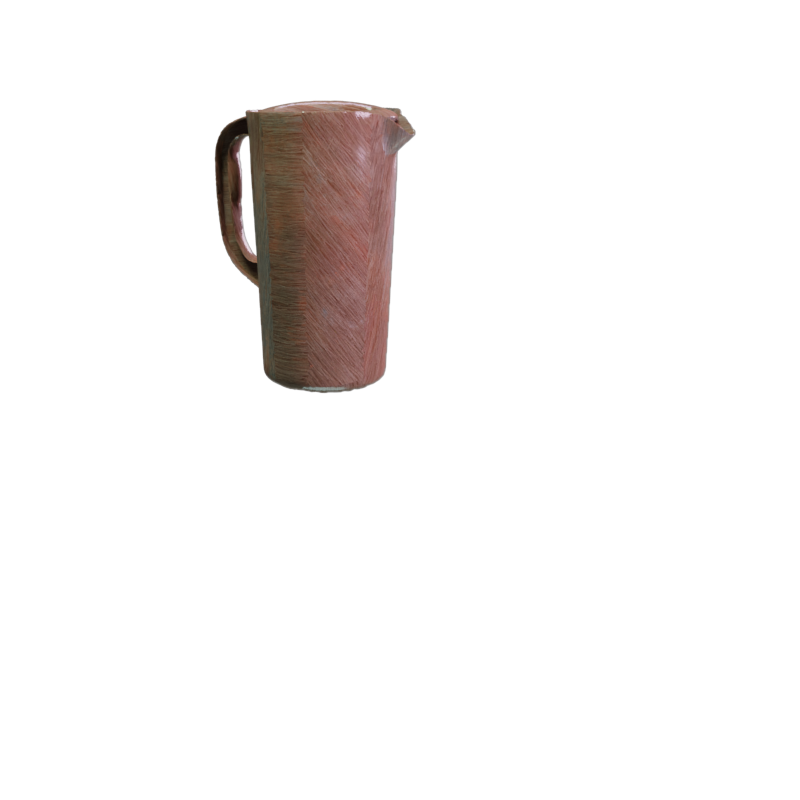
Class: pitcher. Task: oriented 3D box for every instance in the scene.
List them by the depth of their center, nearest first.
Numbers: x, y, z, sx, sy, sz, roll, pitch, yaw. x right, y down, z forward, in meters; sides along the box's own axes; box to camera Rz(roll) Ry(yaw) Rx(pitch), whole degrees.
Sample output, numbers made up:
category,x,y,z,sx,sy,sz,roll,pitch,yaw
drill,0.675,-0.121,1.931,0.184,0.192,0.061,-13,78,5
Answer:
category,x,y,z,sx,sy,sz,roll,pitch,yaw
pitcher,-0.075,-0.137,0.963,0.142,0.238,0.156,-3,11,-20
